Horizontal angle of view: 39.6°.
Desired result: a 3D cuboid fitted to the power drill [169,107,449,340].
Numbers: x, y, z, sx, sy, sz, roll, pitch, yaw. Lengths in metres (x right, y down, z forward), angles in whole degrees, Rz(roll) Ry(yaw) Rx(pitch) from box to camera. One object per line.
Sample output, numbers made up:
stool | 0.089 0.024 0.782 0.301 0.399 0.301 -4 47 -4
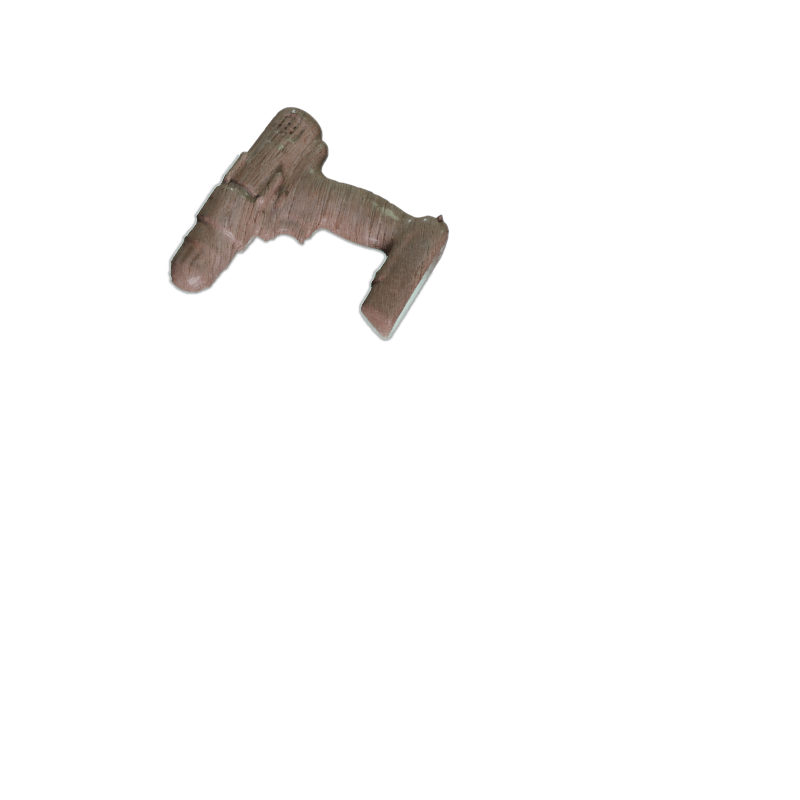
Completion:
power drill | -0.070 -0.128 0.898 0.192 0.188 0.055 31 -15 9
